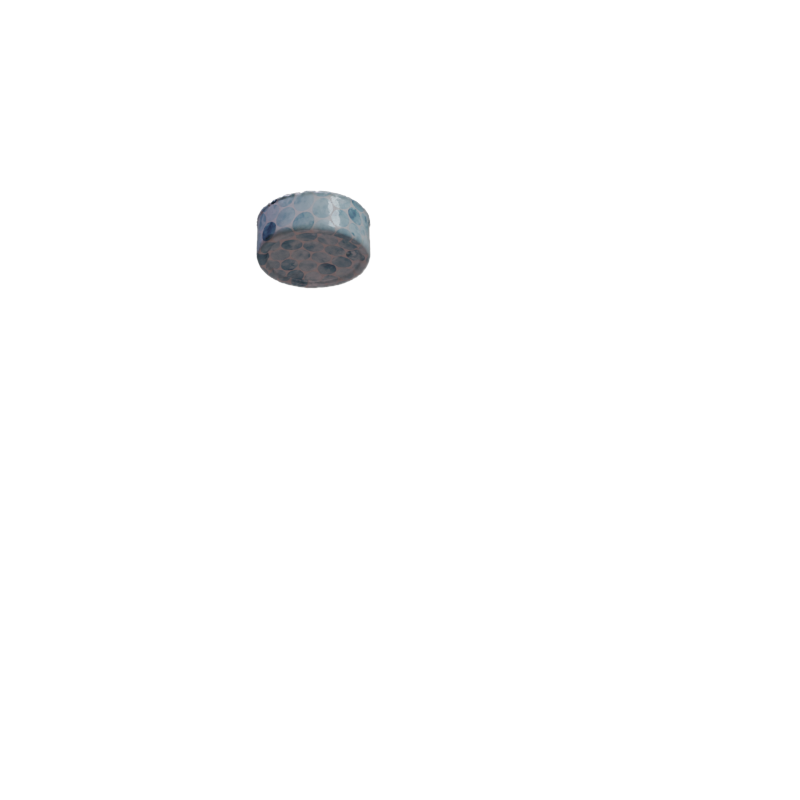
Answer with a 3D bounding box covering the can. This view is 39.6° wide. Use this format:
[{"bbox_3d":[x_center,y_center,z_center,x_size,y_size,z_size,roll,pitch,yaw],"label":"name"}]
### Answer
[{"bbox_3d":[-0.065,-0.118,0.827,0.086,0.036,0.081,1,-27,-2],"label":"can"}]
